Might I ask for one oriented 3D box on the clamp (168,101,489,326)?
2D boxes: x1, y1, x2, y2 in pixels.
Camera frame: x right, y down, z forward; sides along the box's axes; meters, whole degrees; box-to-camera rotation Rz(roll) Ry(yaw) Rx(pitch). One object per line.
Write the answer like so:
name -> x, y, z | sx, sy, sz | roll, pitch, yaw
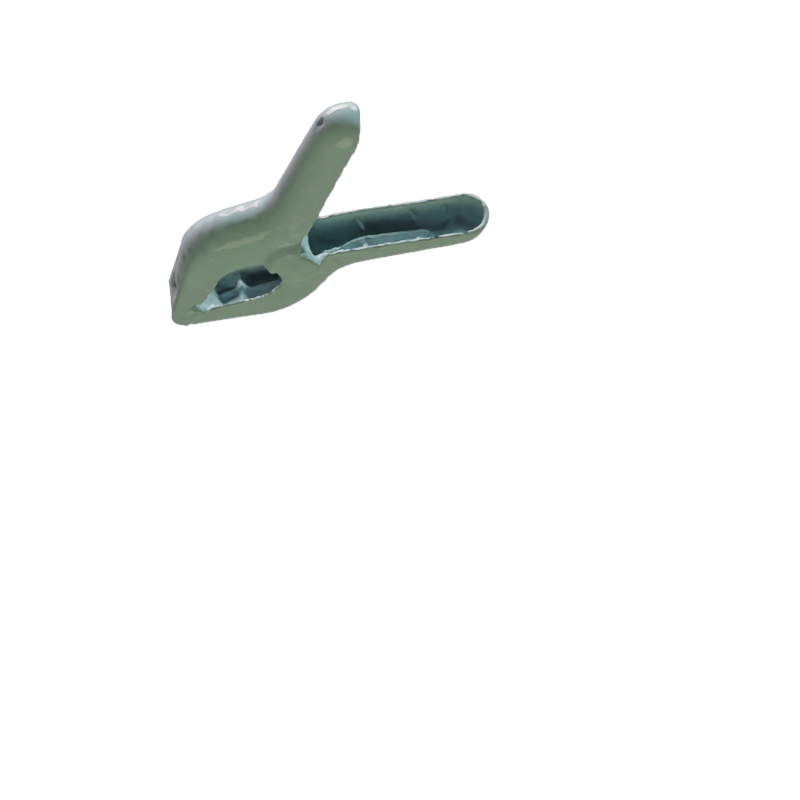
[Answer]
clamp -> -0.044, -0.080, 0.558 | 0.113, 0.042, 0.171 | 26, -39, -37
